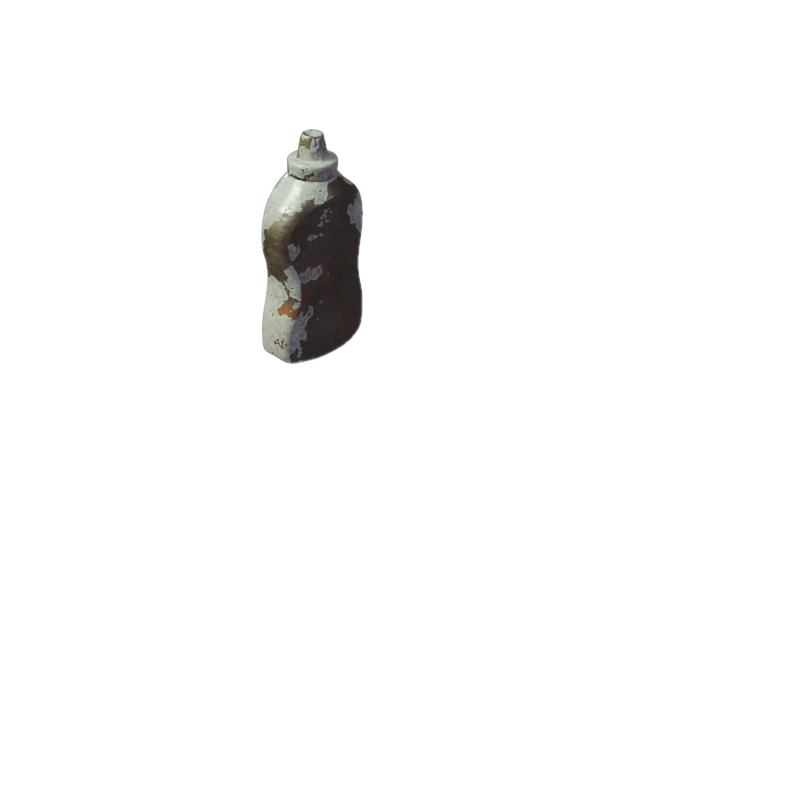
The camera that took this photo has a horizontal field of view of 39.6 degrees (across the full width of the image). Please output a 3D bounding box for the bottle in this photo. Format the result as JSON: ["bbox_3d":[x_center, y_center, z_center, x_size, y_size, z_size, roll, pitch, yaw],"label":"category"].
[{"bbox_3d":[-0.072,-0.130,0.912,0.062,0.180,0.096,27,39,36],"label":"bottle"}]
